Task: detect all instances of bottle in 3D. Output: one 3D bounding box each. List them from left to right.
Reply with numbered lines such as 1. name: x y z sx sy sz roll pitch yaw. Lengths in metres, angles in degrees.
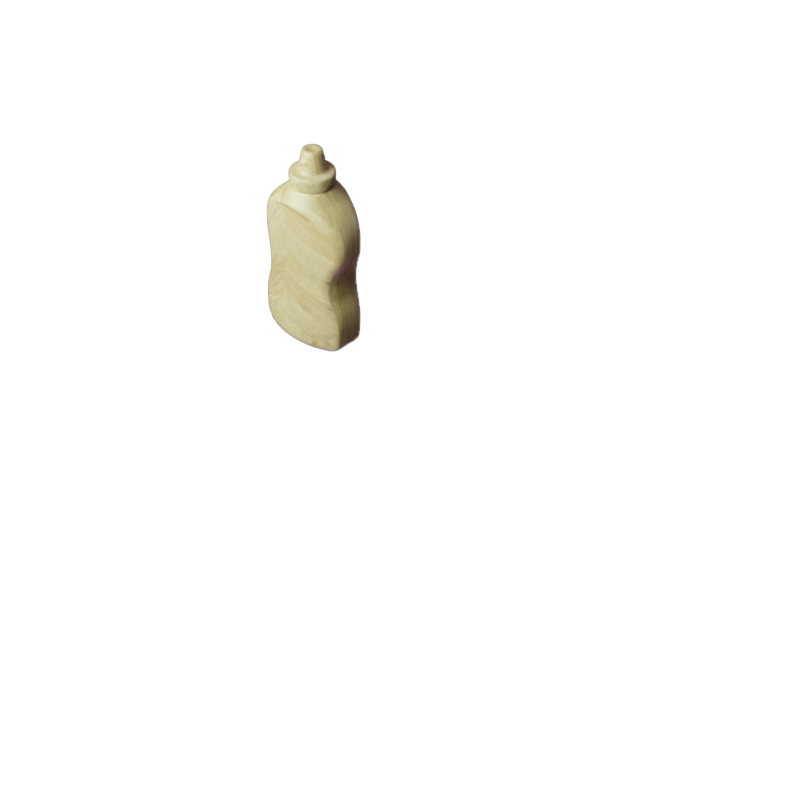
1. bottle: -0.078 -0.141 0.986 0.058 0.179 0.103 -28 47 -34
